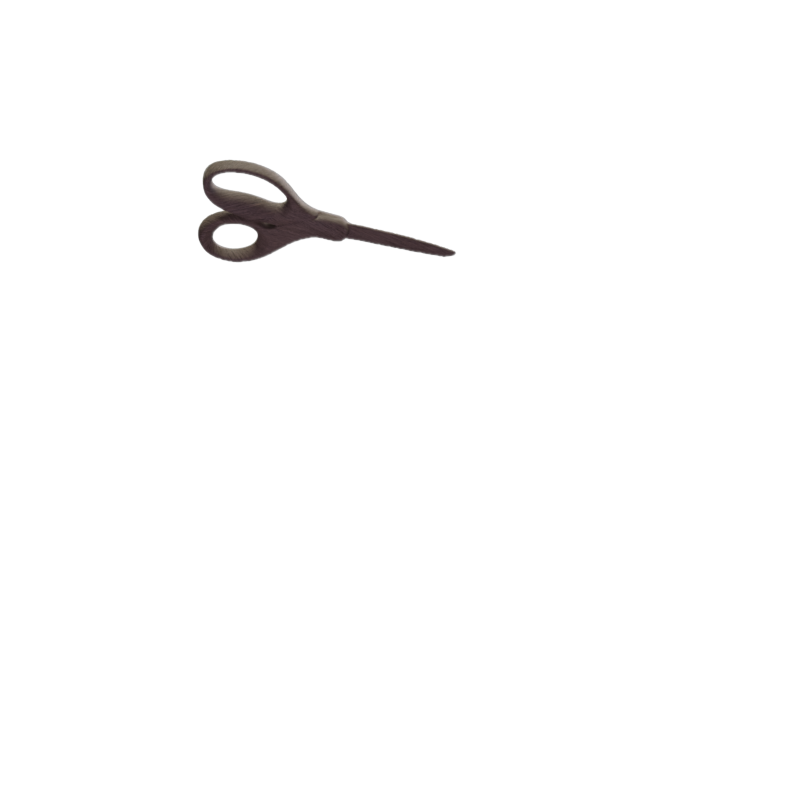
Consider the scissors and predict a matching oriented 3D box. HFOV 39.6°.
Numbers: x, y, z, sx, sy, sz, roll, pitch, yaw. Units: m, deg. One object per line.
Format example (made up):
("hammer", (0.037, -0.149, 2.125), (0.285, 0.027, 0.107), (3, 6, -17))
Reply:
("scissors", (-0.066, -0.121, 0.849), (0.194, 0.017, 0.093), (24, -52, -20))
